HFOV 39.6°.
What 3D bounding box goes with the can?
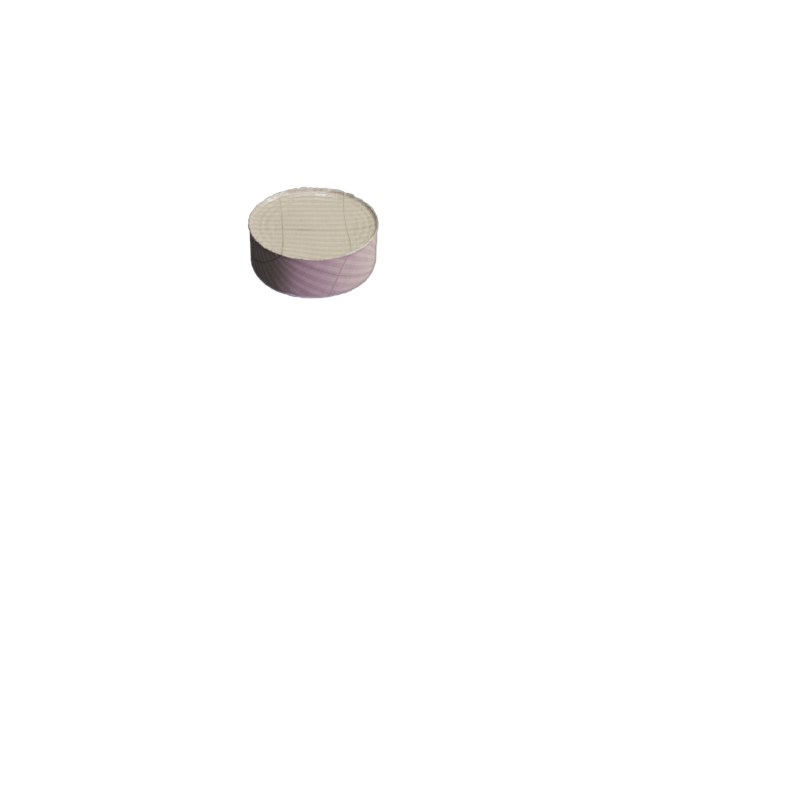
[{"bbox_3d":[-0.058,-0.105,0.736,0.086,0.031,0.092,-1,40,-2],"label":"can"}]
